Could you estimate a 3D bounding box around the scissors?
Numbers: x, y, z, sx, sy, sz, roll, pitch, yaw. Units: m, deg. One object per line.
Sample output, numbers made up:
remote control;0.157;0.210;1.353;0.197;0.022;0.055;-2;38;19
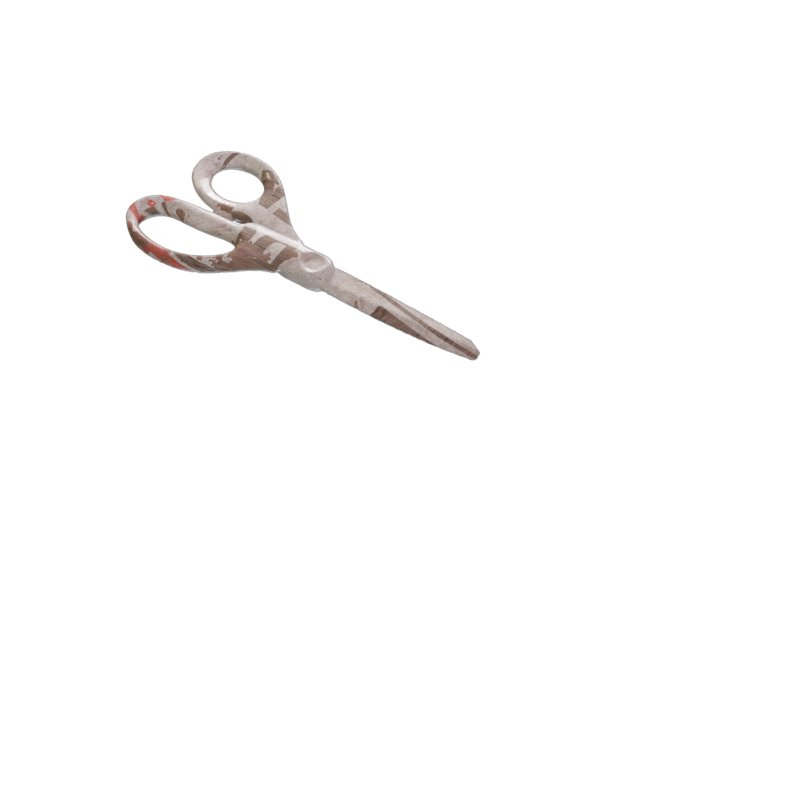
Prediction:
scissors;-0.046;-0.084;0.588;0.206;0.101;0.015;15;-38;12
